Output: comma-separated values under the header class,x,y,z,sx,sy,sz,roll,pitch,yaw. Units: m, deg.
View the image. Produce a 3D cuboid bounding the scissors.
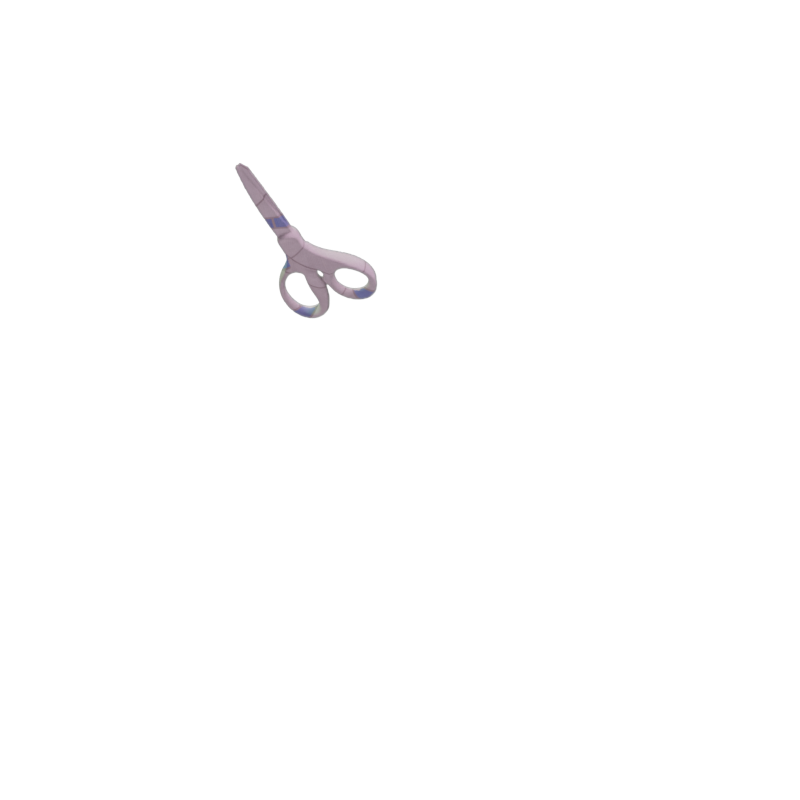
class,x,y,z,sx,sy,sz,roll,pitch,yaw
scissors,-0.073,-0.134,0.935,0.097,0.017,0.187,-3,-35,4
